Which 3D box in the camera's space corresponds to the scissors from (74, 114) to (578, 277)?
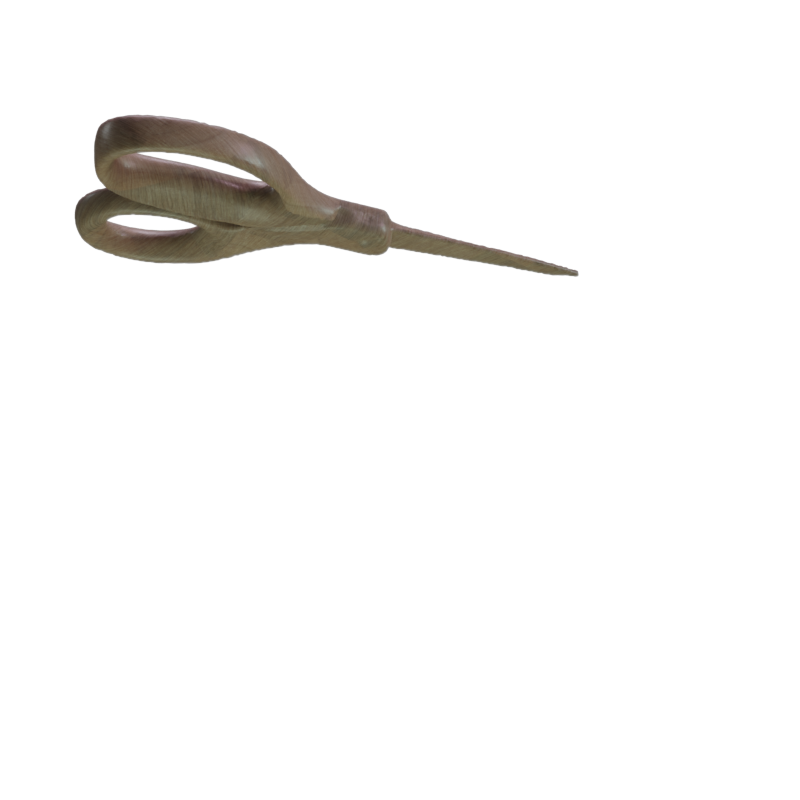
[{"bbox_3d":[-0.033,-0.059,0.416,0.190,0.017,0.097,16,-24,-40],"label":"scissors"}]
